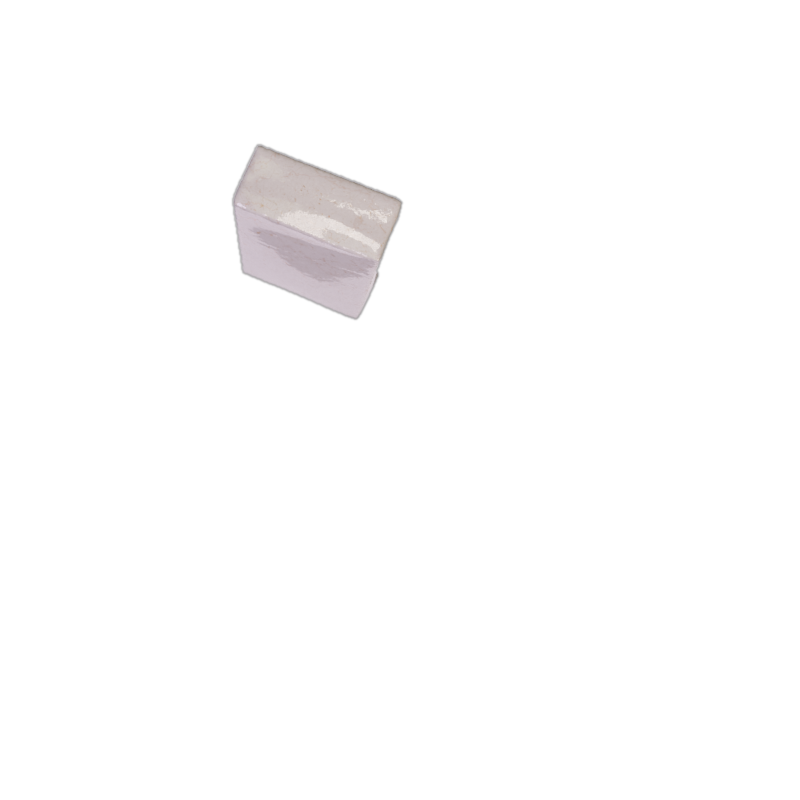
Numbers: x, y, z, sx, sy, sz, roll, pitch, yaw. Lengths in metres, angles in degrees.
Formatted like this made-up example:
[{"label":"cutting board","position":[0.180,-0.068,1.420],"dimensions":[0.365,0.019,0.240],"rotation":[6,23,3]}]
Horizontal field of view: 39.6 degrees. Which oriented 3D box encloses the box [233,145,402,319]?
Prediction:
[{"label":"box","position":[-0.056,-0.102,0.713],"dimensions":[0.094,0.049,0.173],"rotation":[22,-7,-1]}]
